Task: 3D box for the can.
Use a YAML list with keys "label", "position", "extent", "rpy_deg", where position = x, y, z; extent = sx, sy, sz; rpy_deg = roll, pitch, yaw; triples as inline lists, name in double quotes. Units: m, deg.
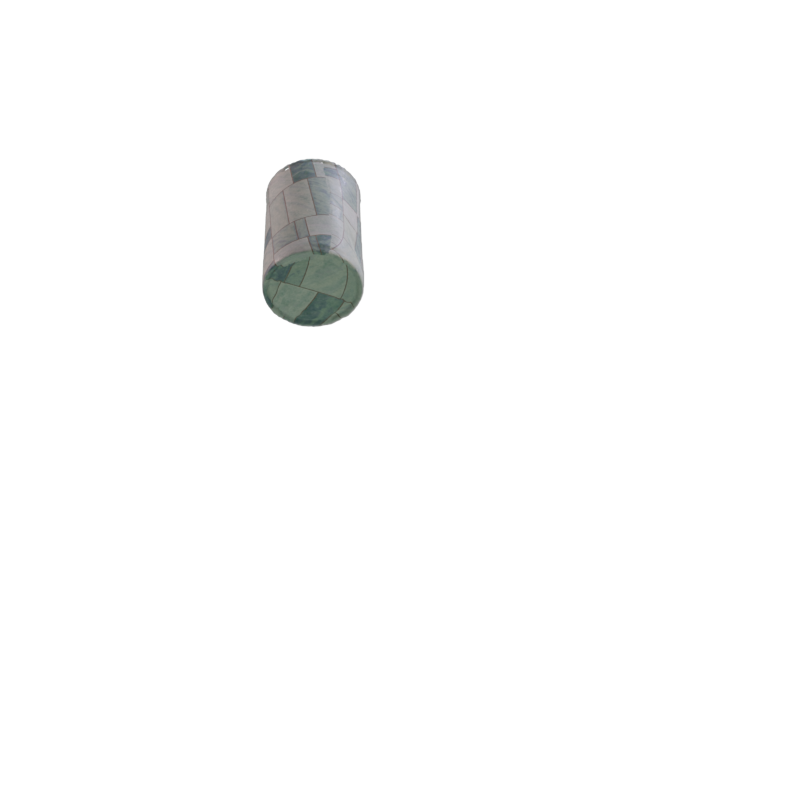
- label: "can"
  position: [-0.059, -0.108, 0.754]
  extent: [0.068, 0.064, 0.110]
  rpy_deg: [-1, 43, -3]
